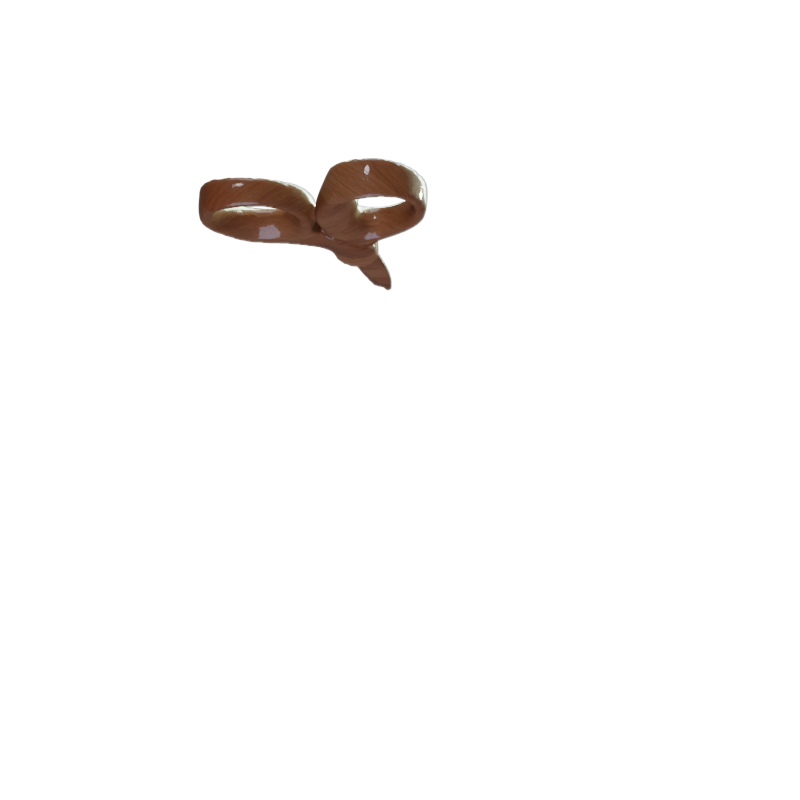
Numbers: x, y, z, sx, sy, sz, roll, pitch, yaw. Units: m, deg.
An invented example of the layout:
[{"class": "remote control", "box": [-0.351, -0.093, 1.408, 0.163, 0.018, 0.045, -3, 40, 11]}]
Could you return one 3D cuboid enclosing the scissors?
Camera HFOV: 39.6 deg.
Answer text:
[{"class": "scissors", "box": [-0.038, -0.069, 0.483, 0.095, 0.016, 0.199, 1, -6, -8]}]
